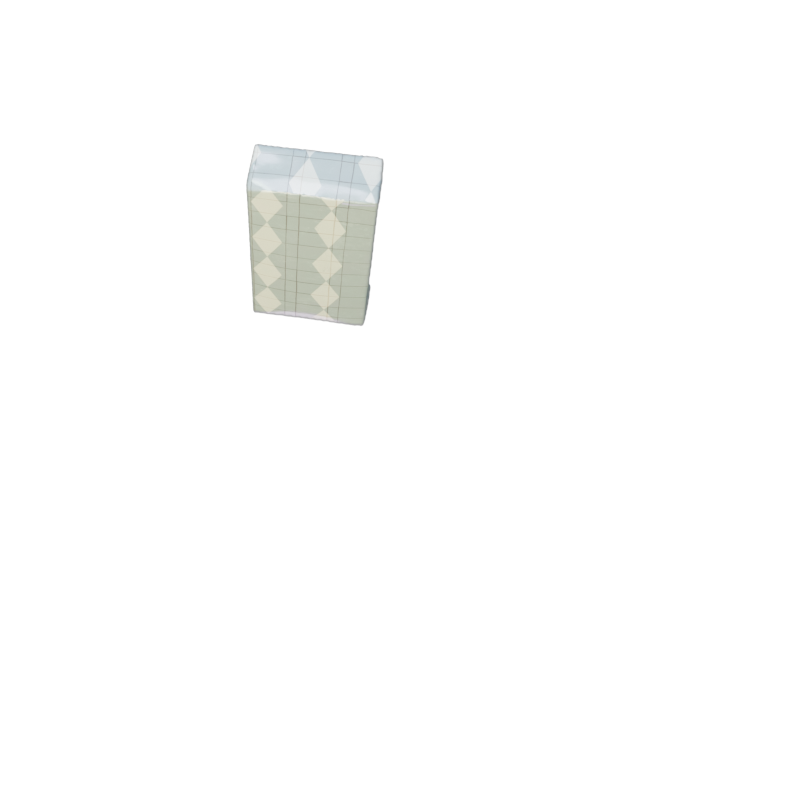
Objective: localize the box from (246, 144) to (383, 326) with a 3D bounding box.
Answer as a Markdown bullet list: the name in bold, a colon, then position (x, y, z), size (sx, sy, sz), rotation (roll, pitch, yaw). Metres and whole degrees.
- **box**: position (-0.065, -0.118, 0.827), size (0.094, 0.051, 0.167), rotation (8, -24, 0)
